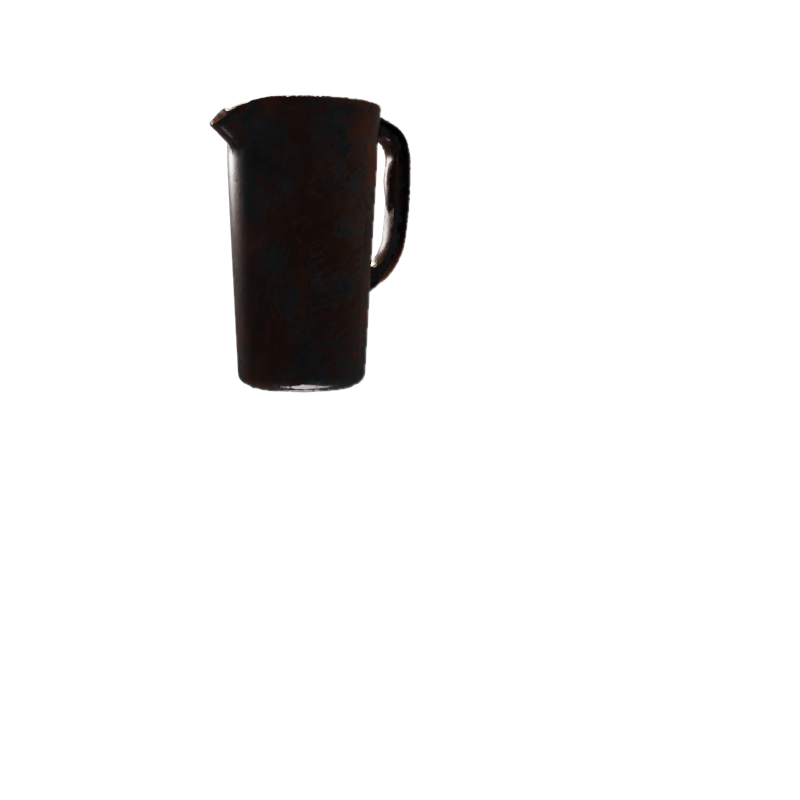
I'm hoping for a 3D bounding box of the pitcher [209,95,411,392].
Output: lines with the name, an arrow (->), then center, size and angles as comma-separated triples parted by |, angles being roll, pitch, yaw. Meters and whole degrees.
pitcher -> -0.074, -0.134, 0.941 | 0.152, 0.243, 0.143 | 0, 2, 11
